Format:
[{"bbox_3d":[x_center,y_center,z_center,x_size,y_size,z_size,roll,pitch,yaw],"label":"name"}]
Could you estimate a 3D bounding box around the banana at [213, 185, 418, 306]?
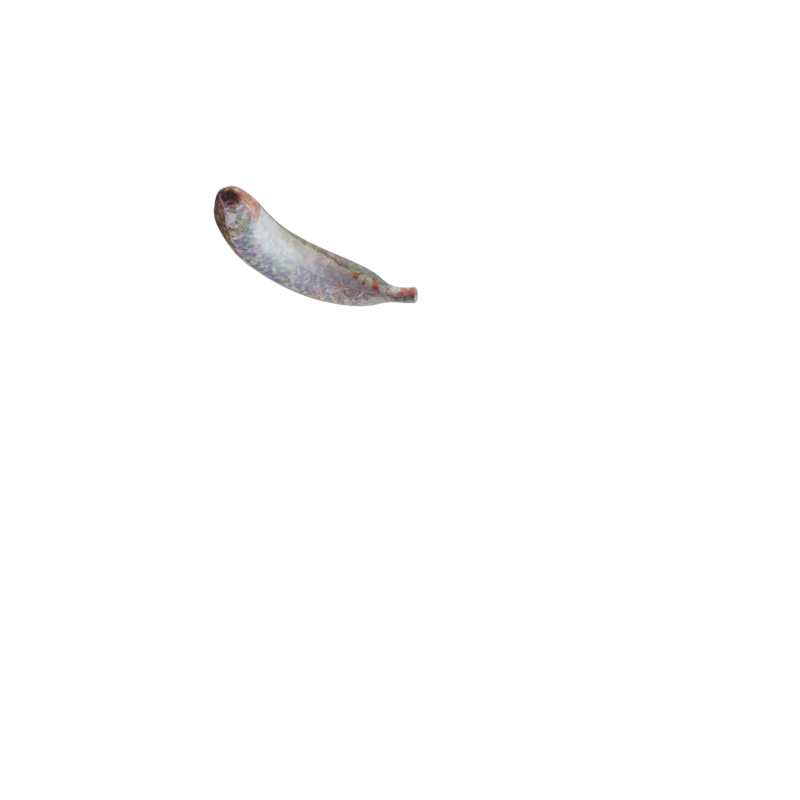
[{"bbox_3d":[-0.073,-0.106,0.795,0.070,0.039,0.185,-20,-29,39],"label":"banana"}]
